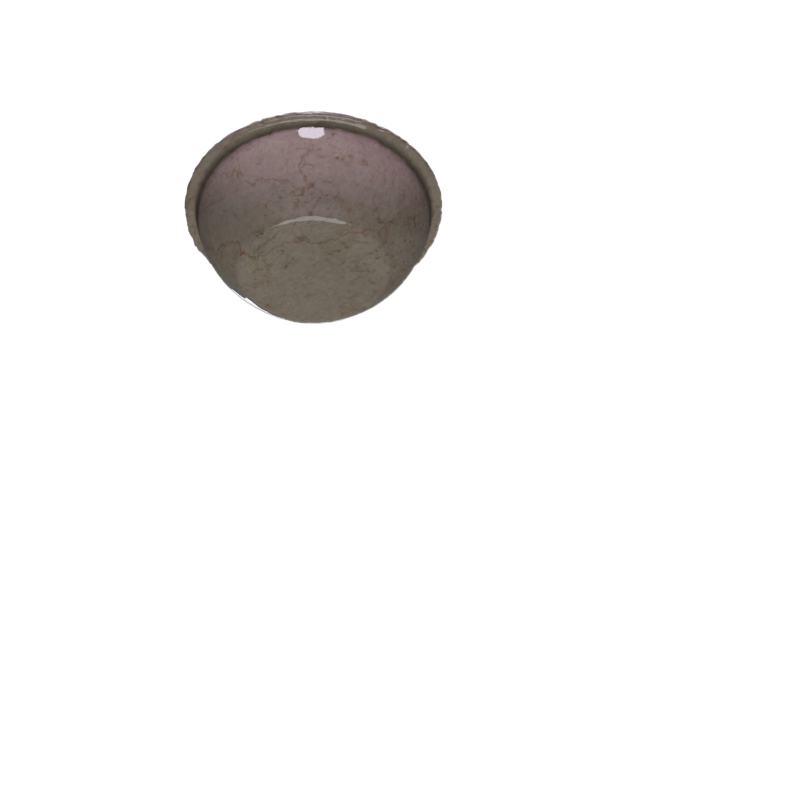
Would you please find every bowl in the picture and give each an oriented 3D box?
[{"bbox_3d":[-0.053,-0.097,0.678,0.162,0.059,0.151,1,-42,-1],"label":"bowl"}]
